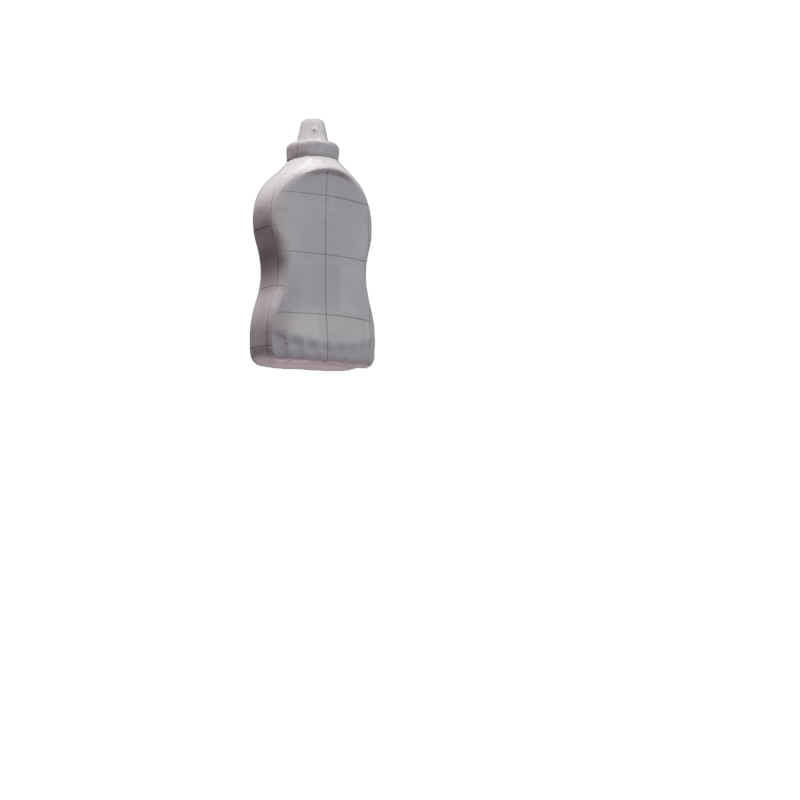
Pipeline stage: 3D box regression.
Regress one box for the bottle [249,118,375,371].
[{"bbox_3d":[-0.066,-0.120,0.844,0.092,0.197,0.059,5,-12,-32],"label":"bottle"}]
